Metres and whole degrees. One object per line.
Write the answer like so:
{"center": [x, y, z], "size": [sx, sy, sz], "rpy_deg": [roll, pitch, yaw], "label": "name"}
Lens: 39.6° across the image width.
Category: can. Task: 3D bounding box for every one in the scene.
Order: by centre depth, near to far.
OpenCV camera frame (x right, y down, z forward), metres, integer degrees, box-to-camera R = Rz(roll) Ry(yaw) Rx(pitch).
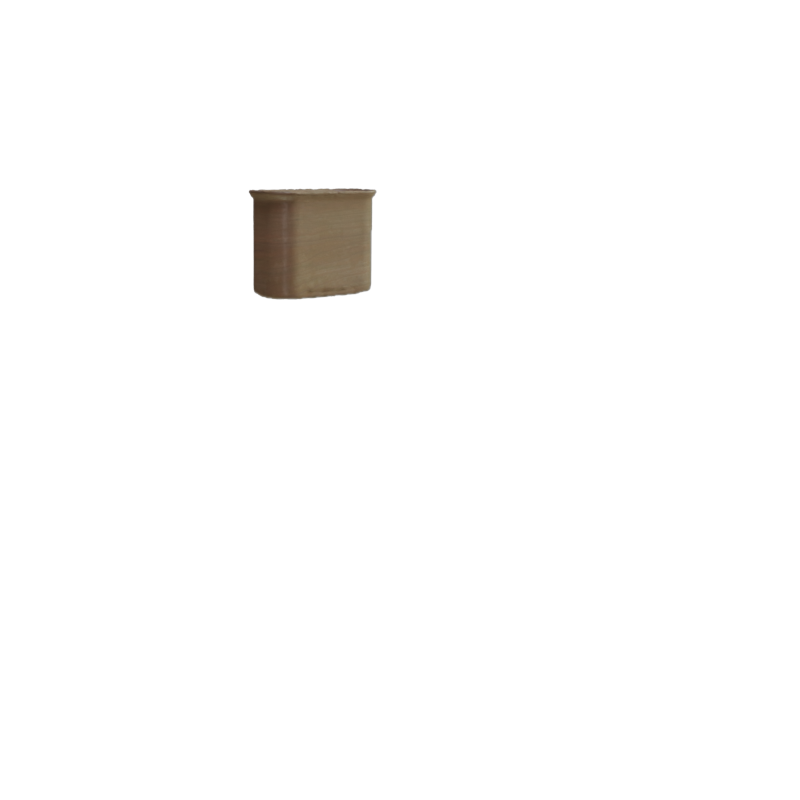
{"center": [-0.069, -0.127, 0.887], "size": [0.099, 0.083, 0.060], "rpy_deg": [-6, 10, -36], "label": "can"}
